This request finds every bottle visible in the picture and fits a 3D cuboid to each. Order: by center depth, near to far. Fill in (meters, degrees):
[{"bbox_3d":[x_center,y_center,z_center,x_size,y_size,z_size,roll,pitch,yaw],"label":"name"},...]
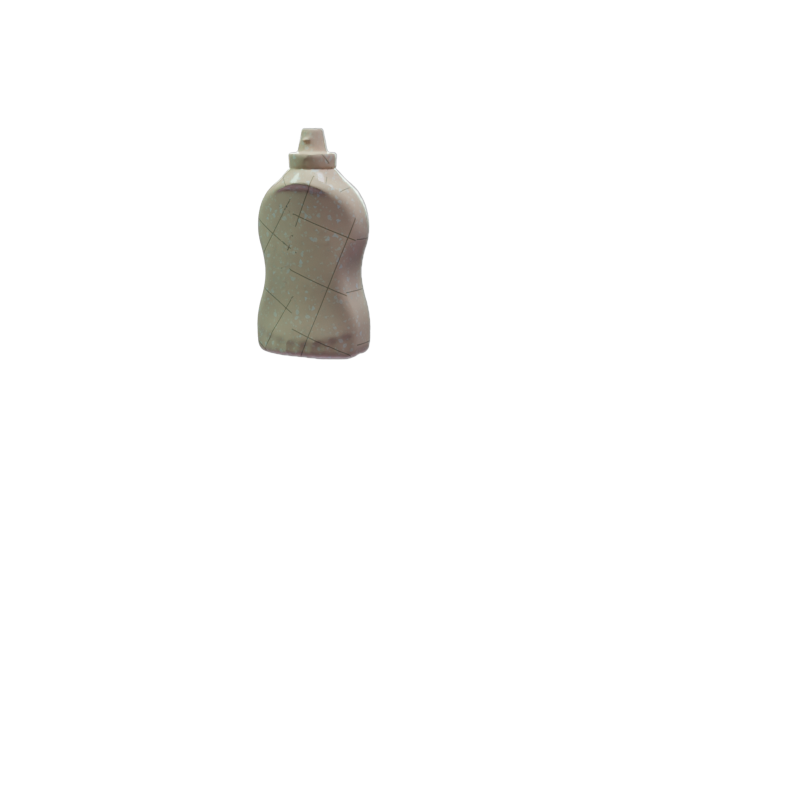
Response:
[{"bbox_3d":[-0.074,-0.134,0.939,0.099,0.189,0.057,4,8,26],"label":"bottle"}]
